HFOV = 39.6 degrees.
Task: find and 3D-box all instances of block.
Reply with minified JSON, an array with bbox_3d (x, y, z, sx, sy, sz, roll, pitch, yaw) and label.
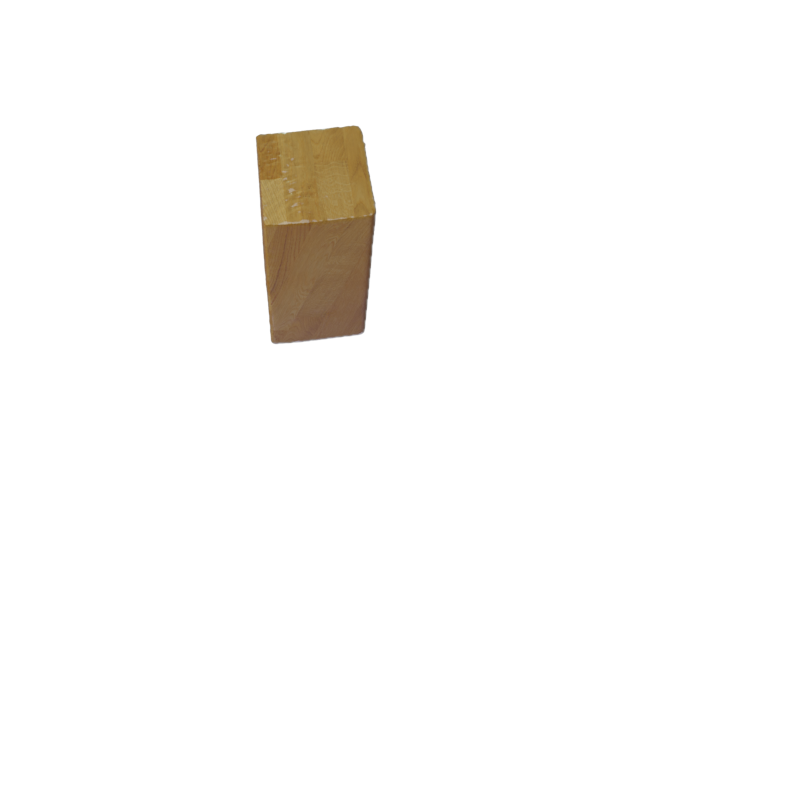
[{"bbox_3d":[-0.075,-0.138,0.968,0.090,0.097,0.194,-5,-26,-6],"label":"block"}]
